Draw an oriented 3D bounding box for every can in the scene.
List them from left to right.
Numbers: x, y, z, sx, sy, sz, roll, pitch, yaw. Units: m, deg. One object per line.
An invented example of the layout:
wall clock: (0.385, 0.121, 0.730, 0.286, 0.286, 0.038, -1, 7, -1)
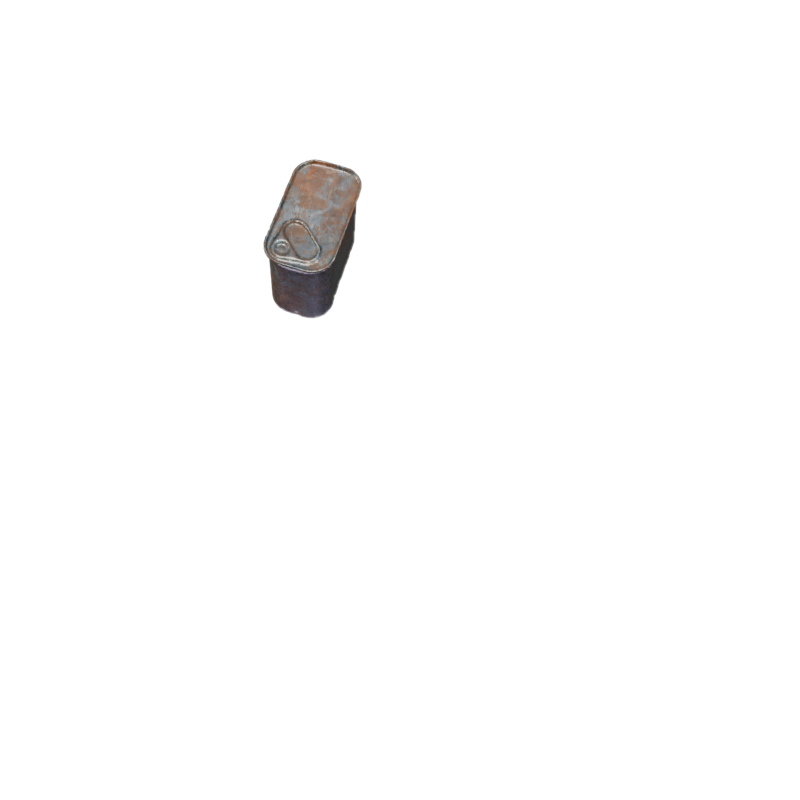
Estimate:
can: (-0.070, -0.128, 0.897, 0.058, 0.107, 0.079, 16, -27, 5)
